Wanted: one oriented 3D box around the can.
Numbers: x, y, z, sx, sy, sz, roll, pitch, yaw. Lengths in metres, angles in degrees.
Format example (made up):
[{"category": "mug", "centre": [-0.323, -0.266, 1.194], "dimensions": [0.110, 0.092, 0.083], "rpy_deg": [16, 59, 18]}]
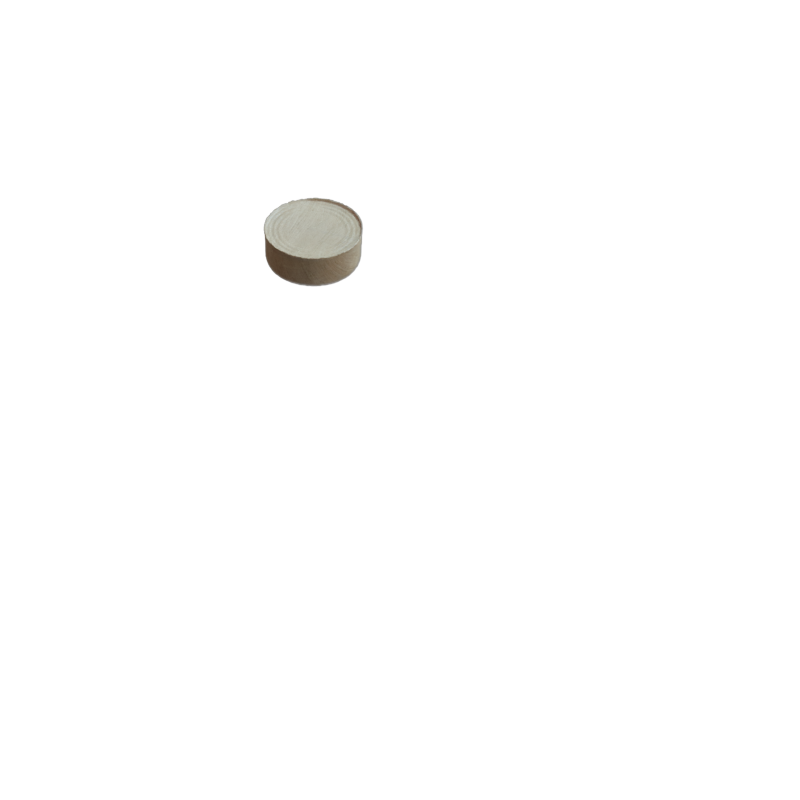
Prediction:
[{"category": "can", "centre": [-0.076, -0.138, 0.964], "dimensions": [0.086, 0.031, 0.092], "rpy_deg": [-1, 43, -2]}]
